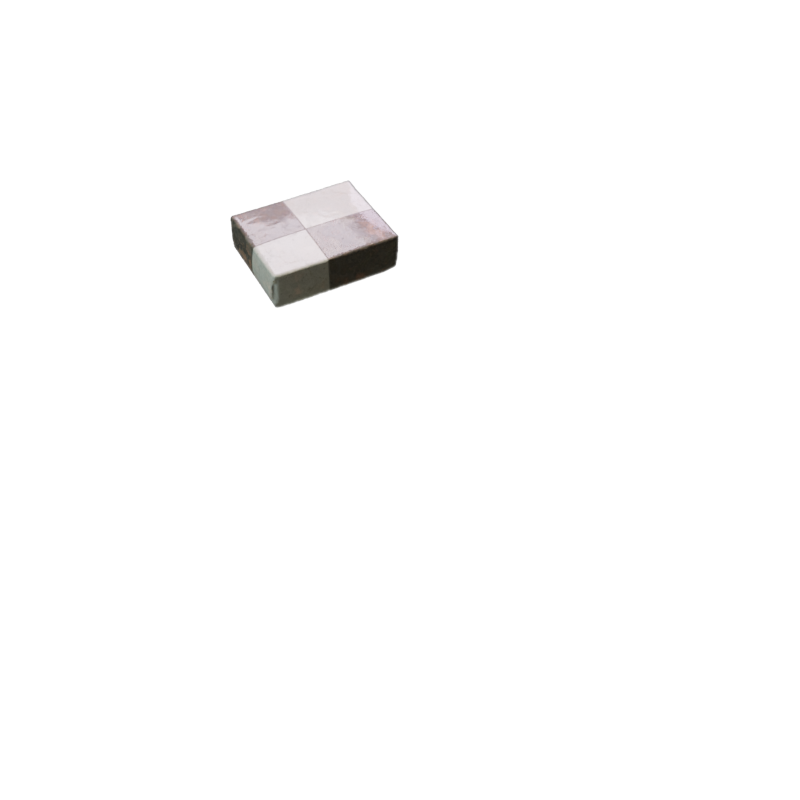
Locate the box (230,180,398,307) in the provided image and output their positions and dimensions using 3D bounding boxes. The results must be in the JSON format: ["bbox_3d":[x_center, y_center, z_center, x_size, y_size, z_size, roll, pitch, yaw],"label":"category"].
[{"bbox_3d":[-0.071,-0.130,0.908,0.112,0.036,0.097,-19,46,-20],"label":"box"}]
